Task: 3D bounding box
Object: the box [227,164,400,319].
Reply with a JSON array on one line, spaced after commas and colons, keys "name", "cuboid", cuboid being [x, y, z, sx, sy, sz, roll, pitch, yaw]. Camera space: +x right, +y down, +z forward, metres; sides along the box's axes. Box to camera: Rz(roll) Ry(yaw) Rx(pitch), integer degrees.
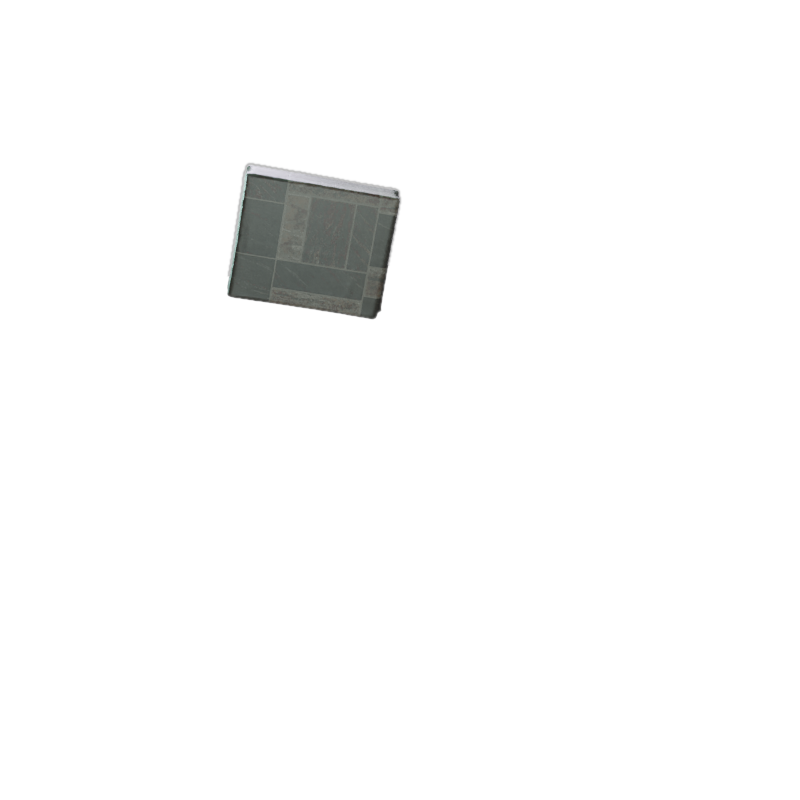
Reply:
[{"name": "box", "cuboid": [-0.049, -0.090, 0.632, 0.089, 0.071, 0.031, 9, 17, -3]}]
